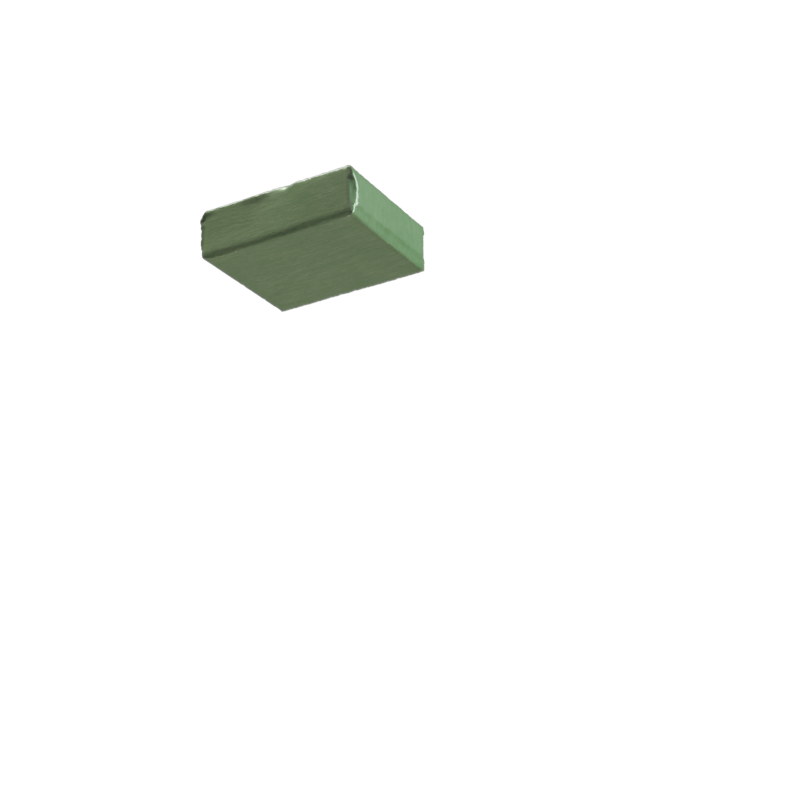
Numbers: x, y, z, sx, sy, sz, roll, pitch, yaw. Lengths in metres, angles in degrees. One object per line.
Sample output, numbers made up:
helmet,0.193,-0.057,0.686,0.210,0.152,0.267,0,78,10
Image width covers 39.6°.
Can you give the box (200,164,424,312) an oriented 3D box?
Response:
box,-0.043,-0.079,0.553,0.091,0.032,0.068,-12,-25,28
